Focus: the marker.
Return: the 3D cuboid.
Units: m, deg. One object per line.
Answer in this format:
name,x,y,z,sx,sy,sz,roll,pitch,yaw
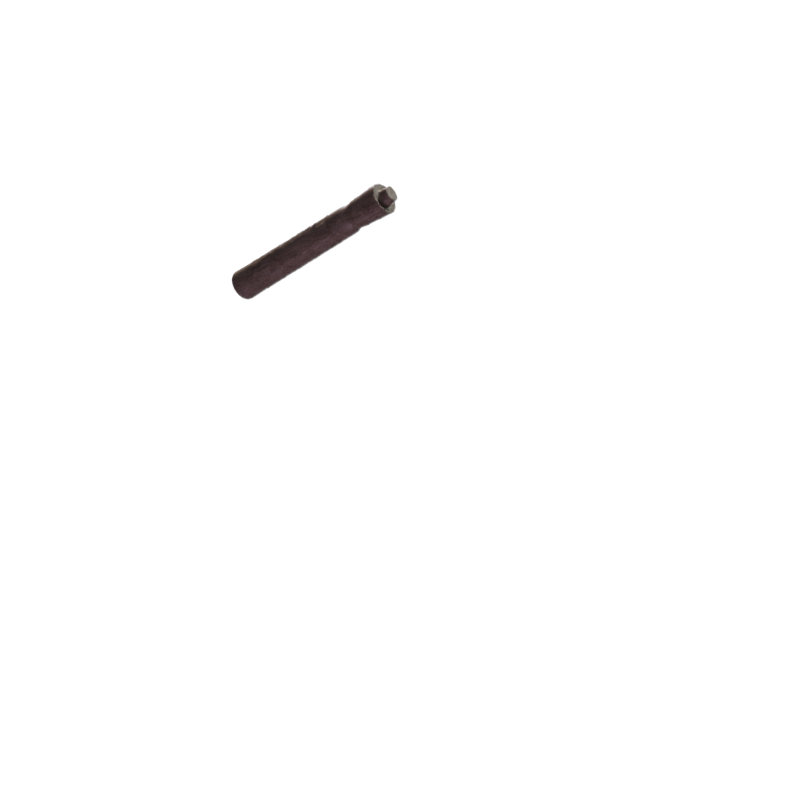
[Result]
marker,-0.050,-0.091,0.639,0.121,0.020,0.019,-26,-12,33
